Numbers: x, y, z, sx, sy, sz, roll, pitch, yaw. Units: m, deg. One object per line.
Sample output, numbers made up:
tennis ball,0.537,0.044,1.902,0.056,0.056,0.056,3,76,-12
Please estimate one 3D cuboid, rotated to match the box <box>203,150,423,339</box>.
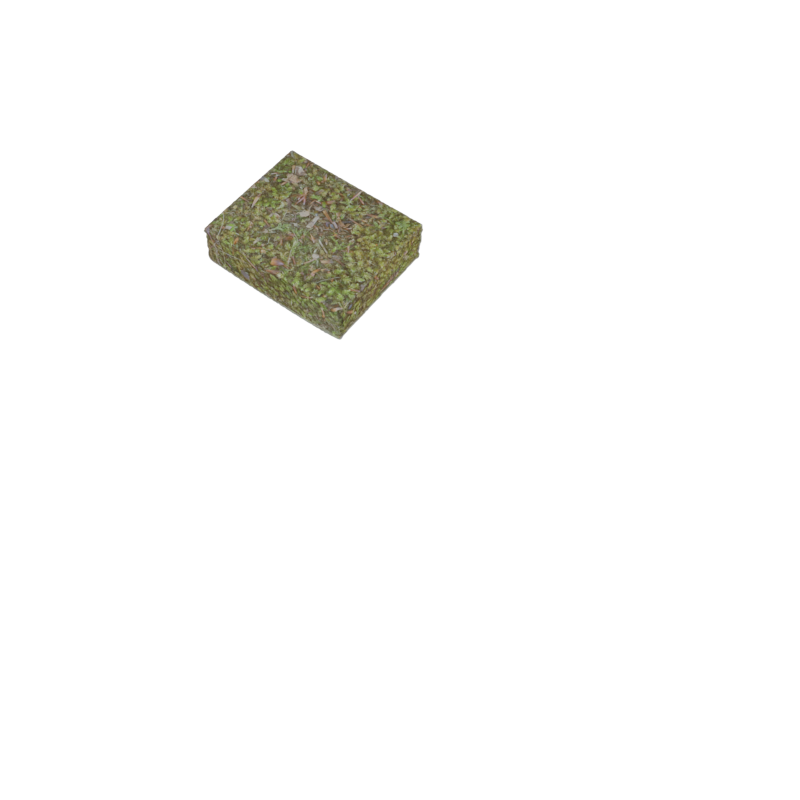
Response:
box,-0.057,-0.103,0.721,0.119,0.092,0.036,33,-29,20
